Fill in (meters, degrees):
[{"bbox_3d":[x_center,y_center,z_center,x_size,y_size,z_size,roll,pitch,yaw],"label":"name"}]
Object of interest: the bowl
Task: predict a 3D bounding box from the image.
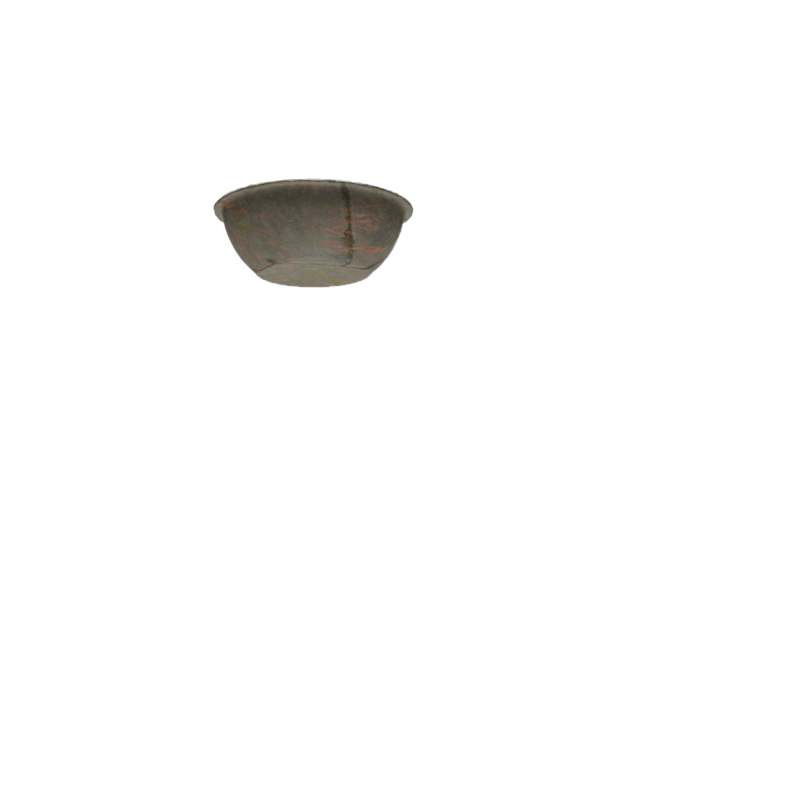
[{"bbox_3d":[-0.070,-0.127,0.890,0.162,0.057,0.158,0,-9,-2],"label":"bowl"}]
